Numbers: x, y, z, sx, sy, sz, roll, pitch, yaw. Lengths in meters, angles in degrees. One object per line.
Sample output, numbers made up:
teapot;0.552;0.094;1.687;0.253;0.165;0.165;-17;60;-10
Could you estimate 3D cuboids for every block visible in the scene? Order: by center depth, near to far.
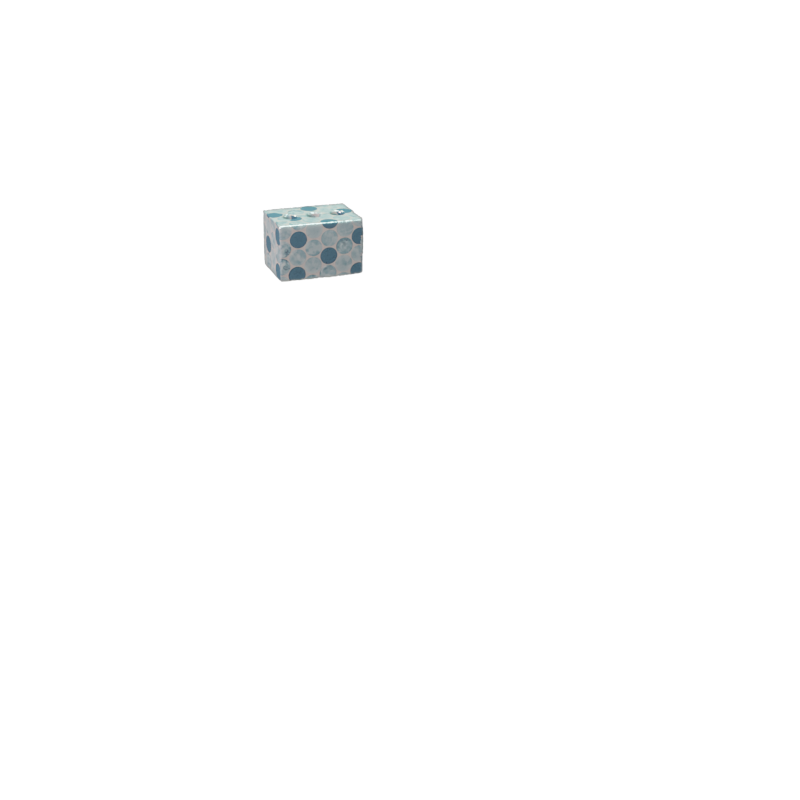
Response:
block;-0.076;-0.139;0.975;0.076;0.049;0.056;-8;23;-19
